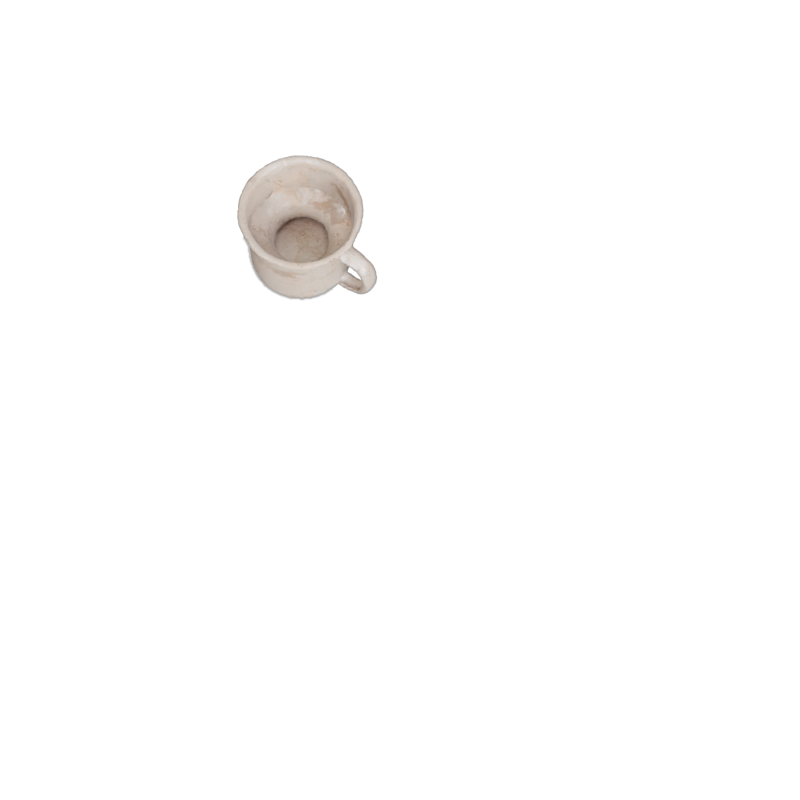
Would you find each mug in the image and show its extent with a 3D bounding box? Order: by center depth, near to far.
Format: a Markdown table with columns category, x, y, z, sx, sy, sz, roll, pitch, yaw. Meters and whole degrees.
| category | x | y | z | sx | sy | sz | roll | pitch | yaw |
| --- | --- | --- | --- | --- | --- | --- | --- | --- | --- |
| mug | -0.066 | -0.121 | 0.849 | 0.121 | 0.095 | 0.078 | 34 | -18 | 11 |
